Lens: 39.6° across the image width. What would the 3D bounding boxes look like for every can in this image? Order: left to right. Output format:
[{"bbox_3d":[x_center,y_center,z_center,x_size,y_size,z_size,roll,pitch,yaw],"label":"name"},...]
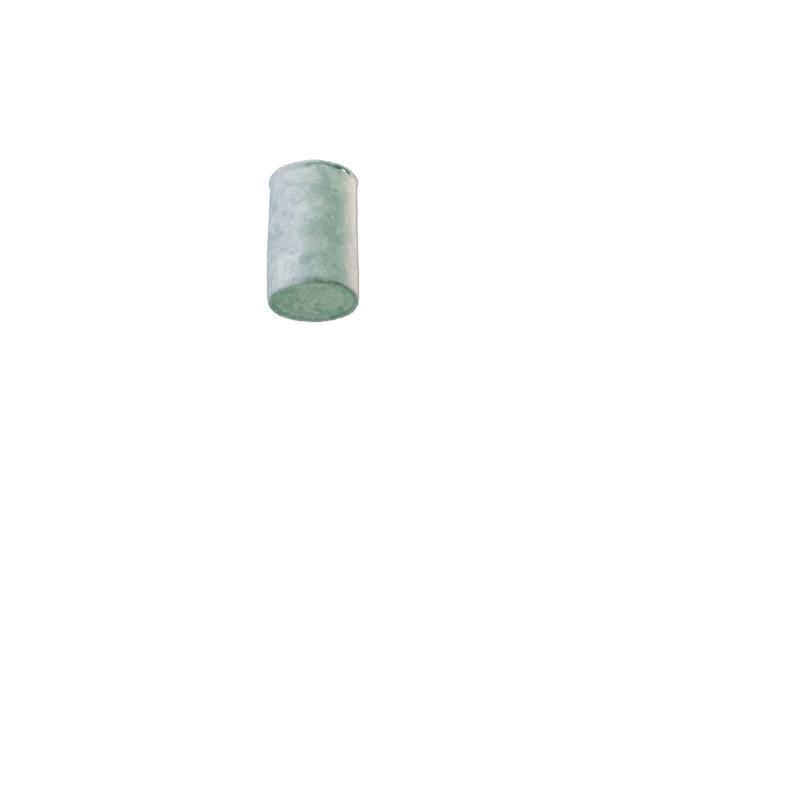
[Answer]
[{"bbox_3d":[-0.064,-0.117,0.819,0.068,0.108,0.065,0,-25,-2],"label":"can"}]
